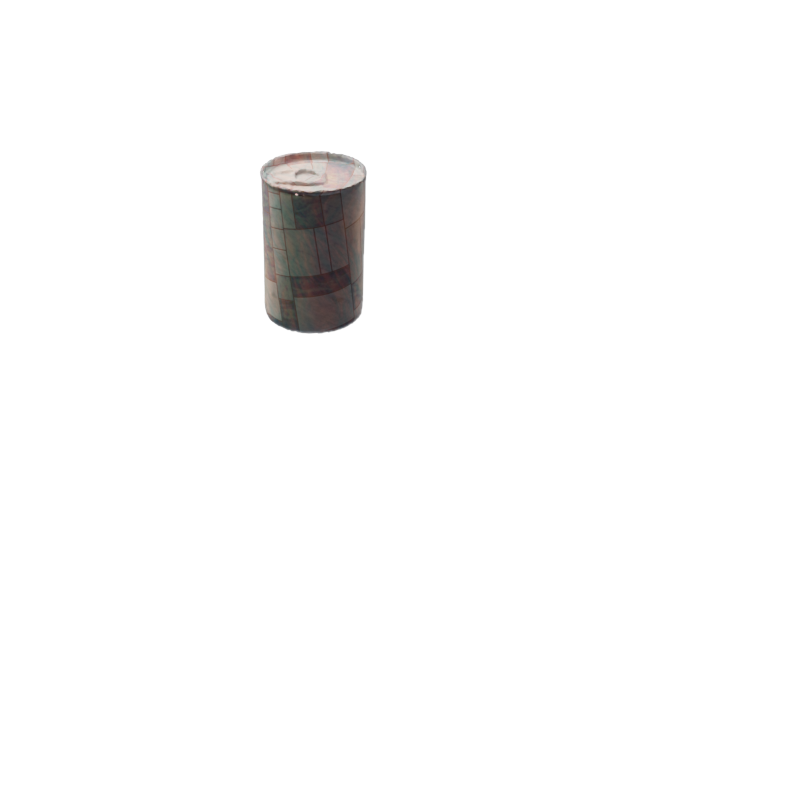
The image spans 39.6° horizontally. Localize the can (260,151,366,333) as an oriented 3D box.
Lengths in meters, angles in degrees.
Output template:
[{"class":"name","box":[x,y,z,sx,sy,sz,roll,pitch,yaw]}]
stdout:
[{"class":"can","box":[-0.057,-0.104,0.727,0.068,0.096,0.073,0,29,-2]}]
